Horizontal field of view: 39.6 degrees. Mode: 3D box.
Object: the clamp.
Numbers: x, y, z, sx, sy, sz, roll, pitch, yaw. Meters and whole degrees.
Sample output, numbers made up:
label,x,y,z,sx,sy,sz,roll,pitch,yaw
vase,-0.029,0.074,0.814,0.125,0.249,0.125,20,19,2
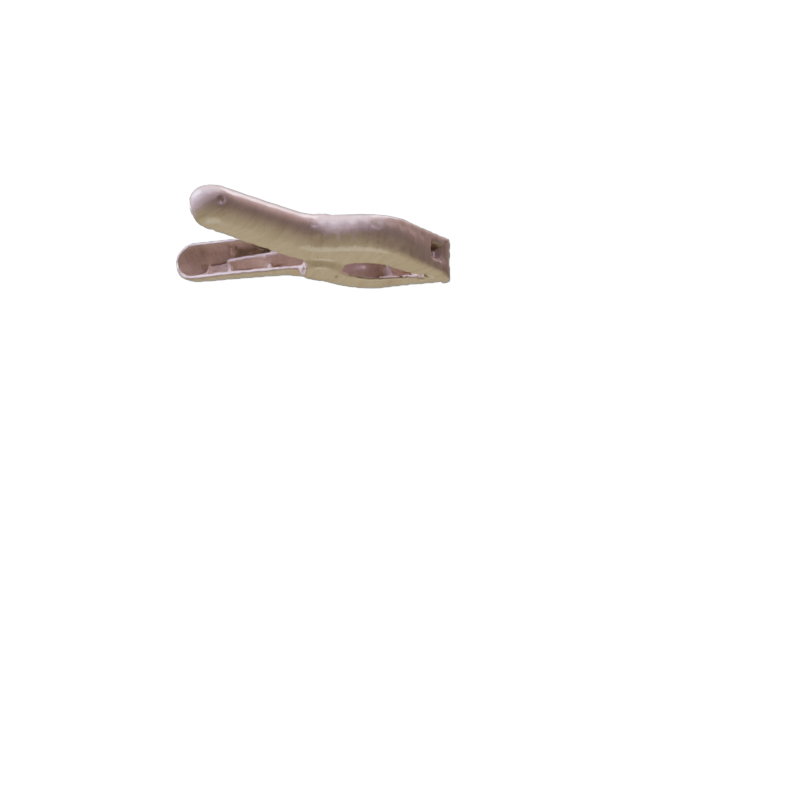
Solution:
label,x,y,z,sx,sy,sz,roll,pitch,yaw
clamp,-0.052,-0.094,0.660,0.171,0.040,0.117,0,-7,-3
